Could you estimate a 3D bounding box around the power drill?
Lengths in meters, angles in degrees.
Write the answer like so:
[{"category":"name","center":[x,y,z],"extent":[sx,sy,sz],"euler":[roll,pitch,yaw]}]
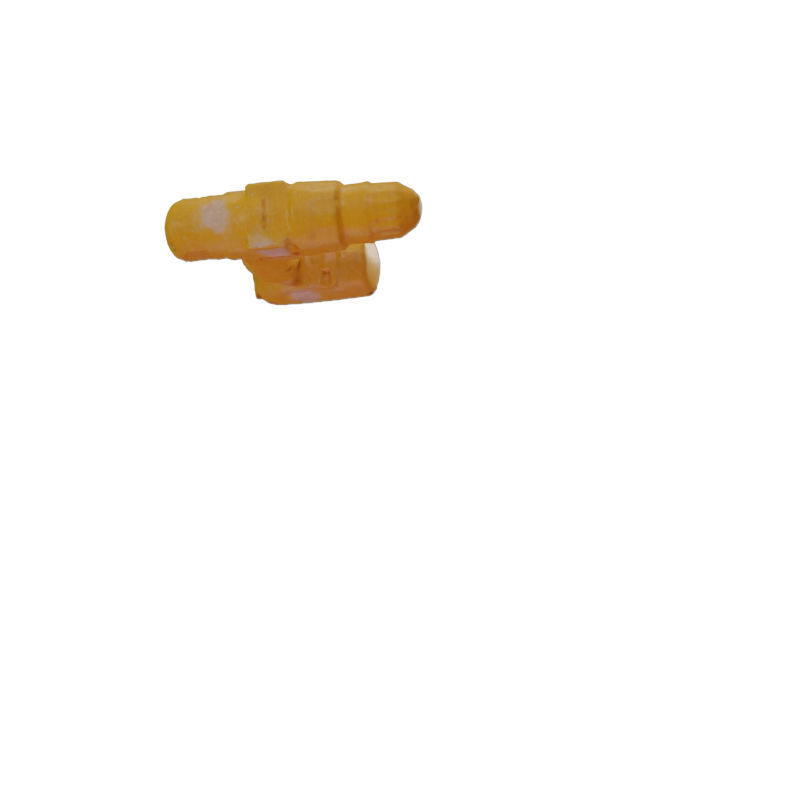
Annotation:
[{"category":"power drill","center":[-0.066,-0.121,0.847],"extent":[0.187,0.059,0.180],"euler":[-2,-9,10]}]
